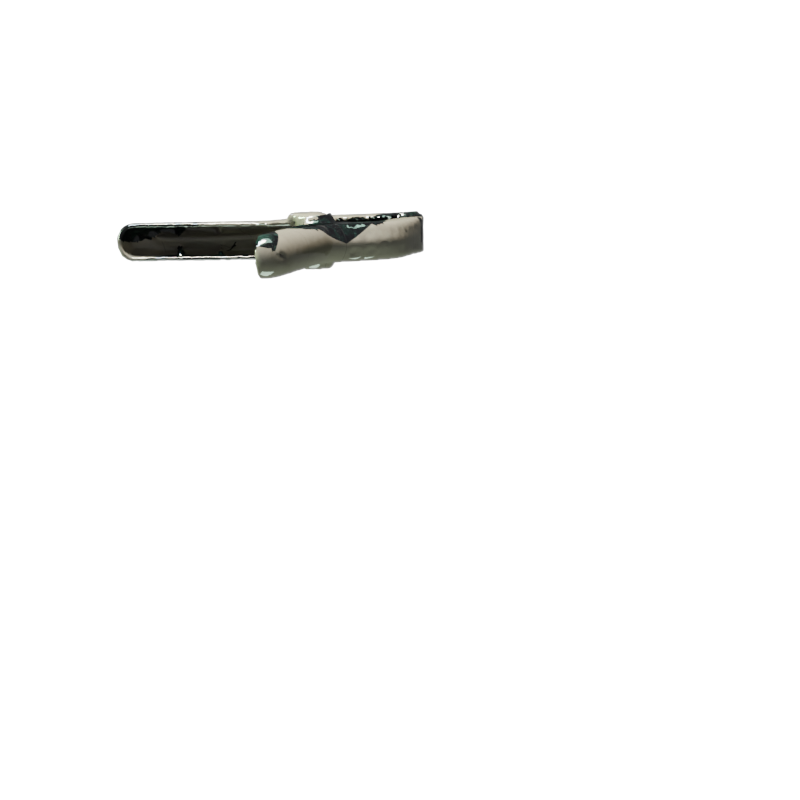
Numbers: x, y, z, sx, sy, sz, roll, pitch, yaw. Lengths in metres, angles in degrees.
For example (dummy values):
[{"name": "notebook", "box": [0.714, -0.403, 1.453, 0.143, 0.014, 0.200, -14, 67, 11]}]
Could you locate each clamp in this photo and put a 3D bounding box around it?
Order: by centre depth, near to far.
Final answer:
[{"name": "clamp", "box": [-0.056, -0.103, 0.721, 0.204, 0.036, 0.173, -9, 16, -34]}]
